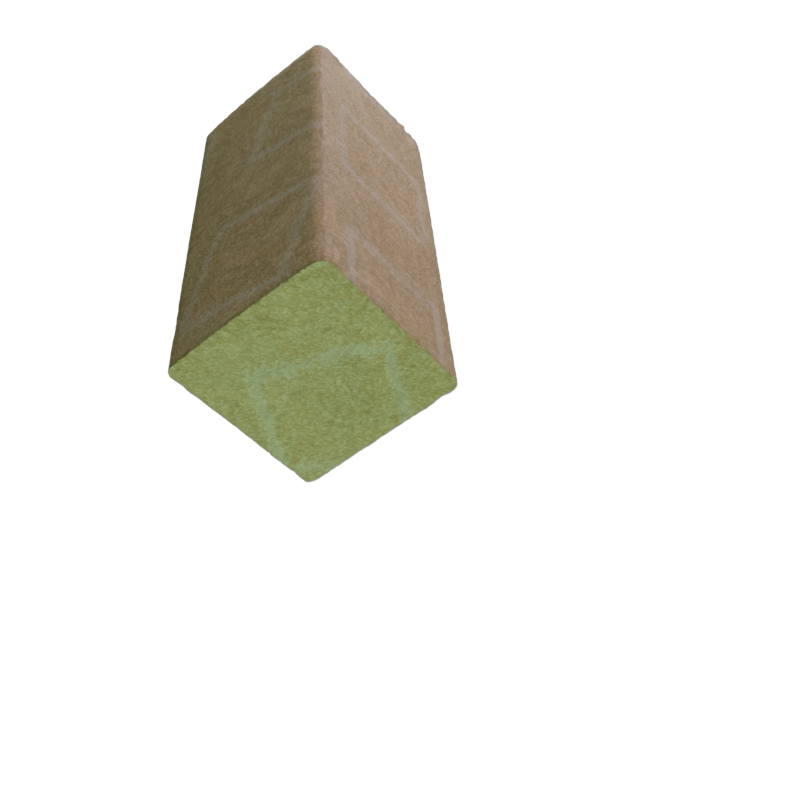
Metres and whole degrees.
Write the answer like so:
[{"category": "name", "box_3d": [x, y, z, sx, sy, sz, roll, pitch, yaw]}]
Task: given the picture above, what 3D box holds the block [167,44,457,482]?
[{"category": "block", "box_3d": [-0.042, -0.079, 0.546, 0.089, 0.221, 0.085, -35, -58, 22]}]
